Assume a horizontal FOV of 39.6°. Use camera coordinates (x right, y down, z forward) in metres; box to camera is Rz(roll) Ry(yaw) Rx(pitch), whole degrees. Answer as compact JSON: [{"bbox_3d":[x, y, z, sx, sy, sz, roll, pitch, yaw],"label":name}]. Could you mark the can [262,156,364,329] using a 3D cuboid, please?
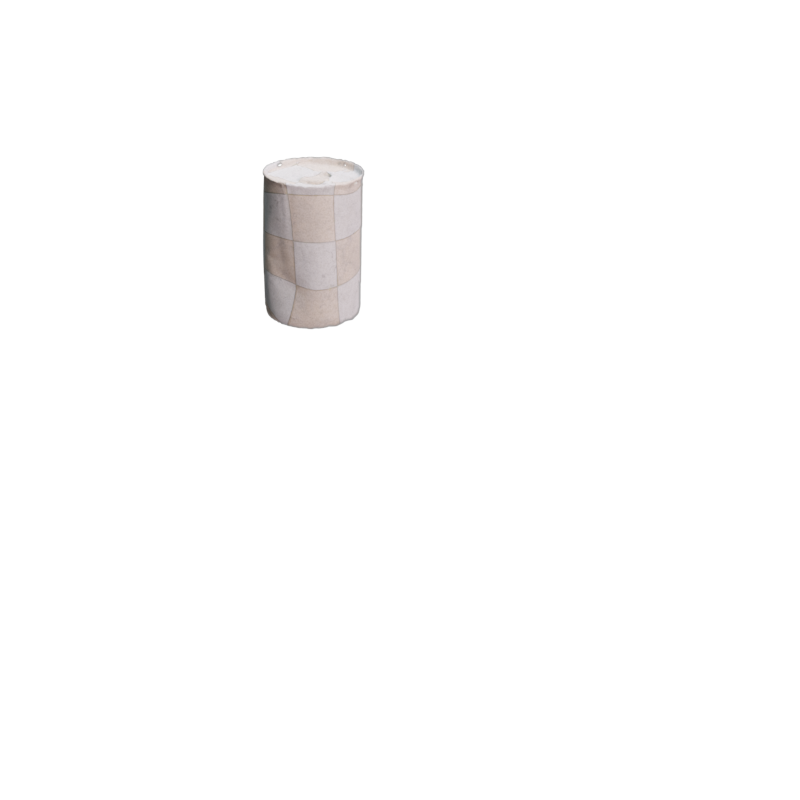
[{"bbox_3d":[-0.059,-0.108,0.756,0.068,0.097,0.072,0,23,-2],"label":"can"}]
